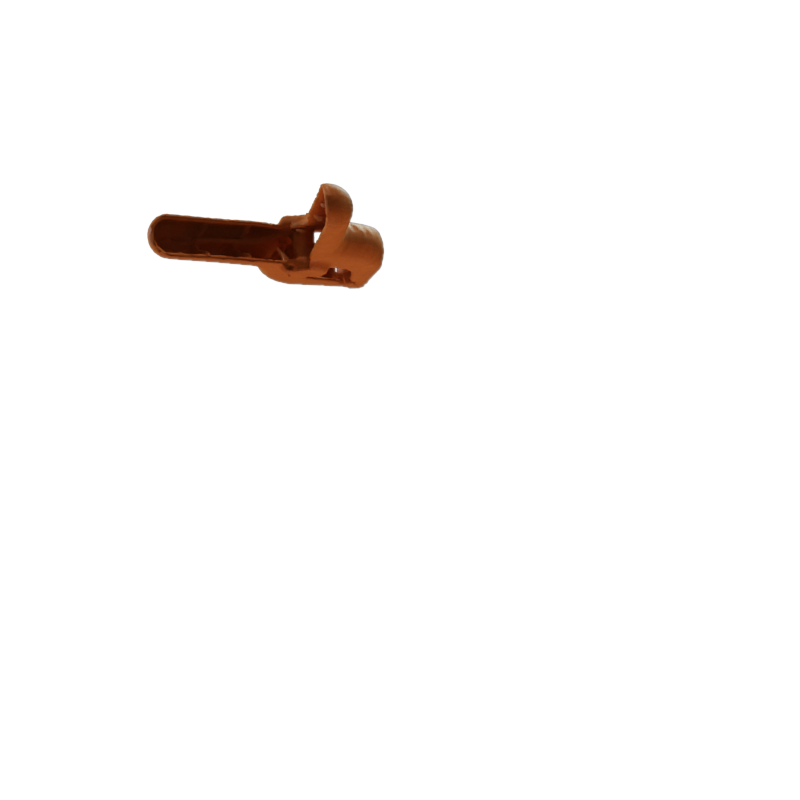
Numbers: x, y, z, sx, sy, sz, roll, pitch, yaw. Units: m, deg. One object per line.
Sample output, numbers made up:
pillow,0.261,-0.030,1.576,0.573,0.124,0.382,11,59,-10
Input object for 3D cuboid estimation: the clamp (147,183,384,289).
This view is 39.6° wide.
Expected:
clamp,-0.051,-0.093,0.652,0.124,0.040,0.164,-1,-1,31
